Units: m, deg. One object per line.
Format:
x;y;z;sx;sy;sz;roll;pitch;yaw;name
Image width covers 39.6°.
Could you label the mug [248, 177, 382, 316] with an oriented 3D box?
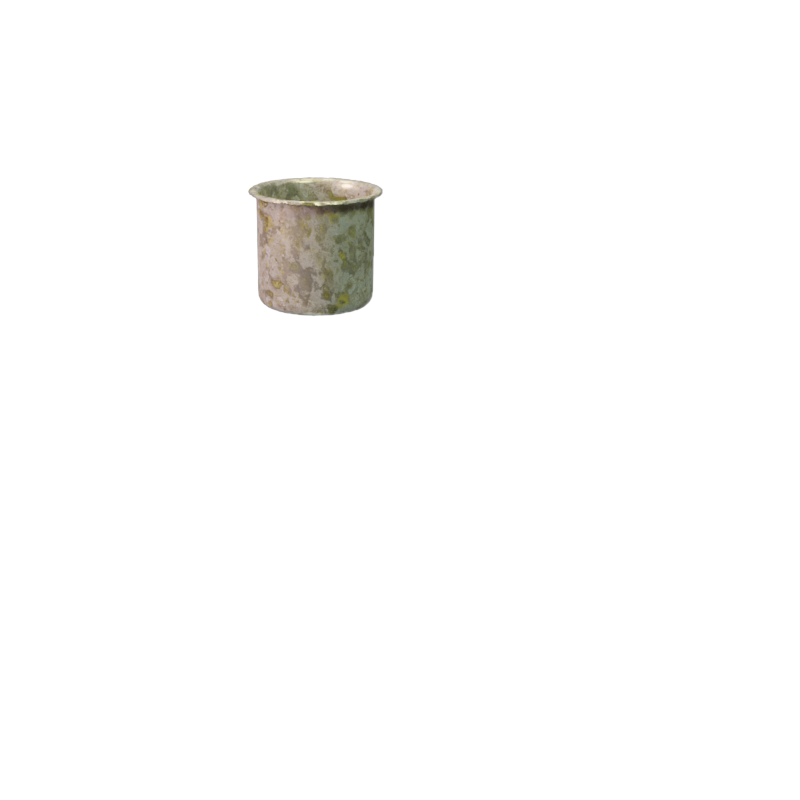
-0.062;-0.113;0.789;0.092;0.078;0.123;-3;19;-10;mug
